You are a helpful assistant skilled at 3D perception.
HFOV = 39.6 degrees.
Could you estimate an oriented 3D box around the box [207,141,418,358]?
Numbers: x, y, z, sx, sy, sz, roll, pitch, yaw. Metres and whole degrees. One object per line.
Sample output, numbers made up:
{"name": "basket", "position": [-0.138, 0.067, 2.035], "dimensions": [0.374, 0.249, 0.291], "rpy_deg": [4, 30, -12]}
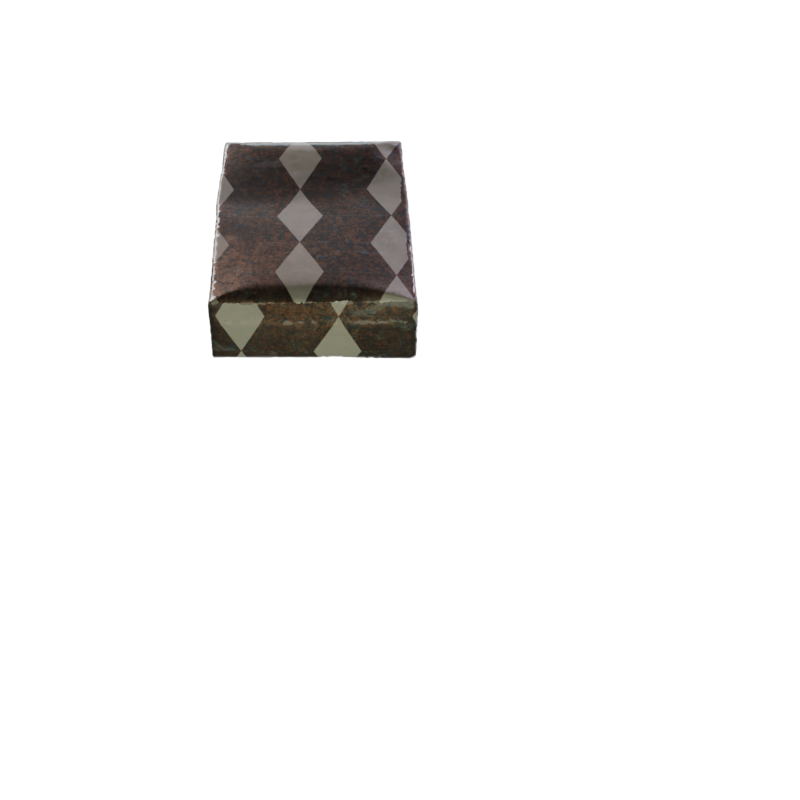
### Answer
{"name": "box", "position": [-0.073, -0.134, 0.937], "dimensions": [0.164, 0.230, 0.067], "rpy_deg": [-1, -44, -2]}
